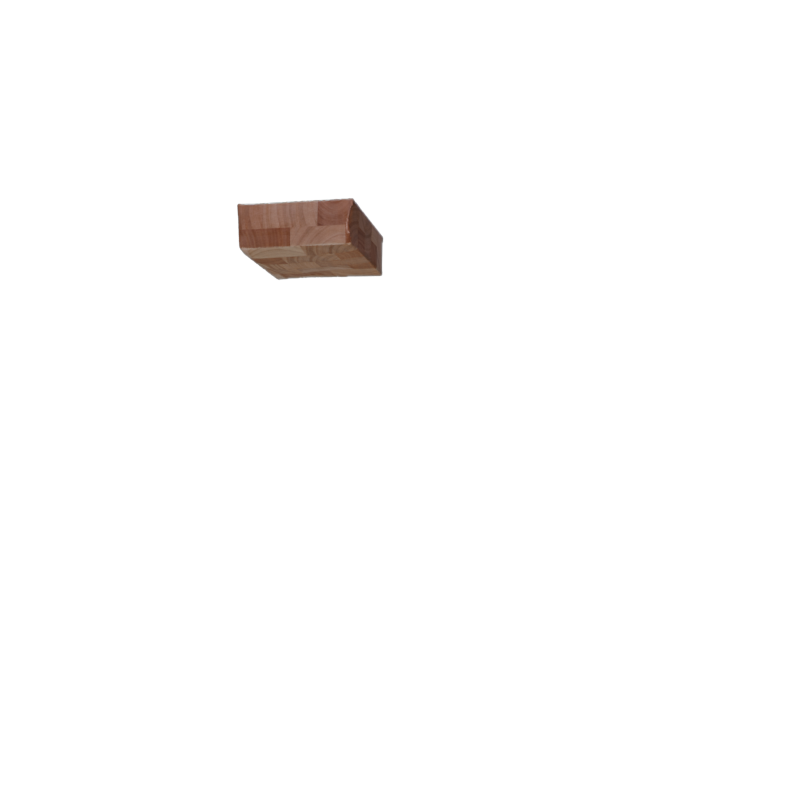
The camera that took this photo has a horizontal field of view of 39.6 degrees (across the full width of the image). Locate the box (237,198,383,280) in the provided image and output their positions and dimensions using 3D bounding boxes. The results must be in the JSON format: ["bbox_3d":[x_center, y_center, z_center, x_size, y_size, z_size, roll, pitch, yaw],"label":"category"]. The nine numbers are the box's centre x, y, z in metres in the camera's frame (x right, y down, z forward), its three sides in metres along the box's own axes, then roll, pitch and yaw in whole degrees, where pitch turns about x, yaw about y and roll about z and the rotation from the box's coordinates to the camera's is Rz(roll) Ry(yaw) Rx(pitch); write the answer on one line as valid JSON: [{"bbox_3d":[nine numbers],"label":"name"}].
[{"bbox_3d":[-0.067,-0.122,0.856,0.091,0.040,0.109,-1,-6,12],"label":"box"}]
